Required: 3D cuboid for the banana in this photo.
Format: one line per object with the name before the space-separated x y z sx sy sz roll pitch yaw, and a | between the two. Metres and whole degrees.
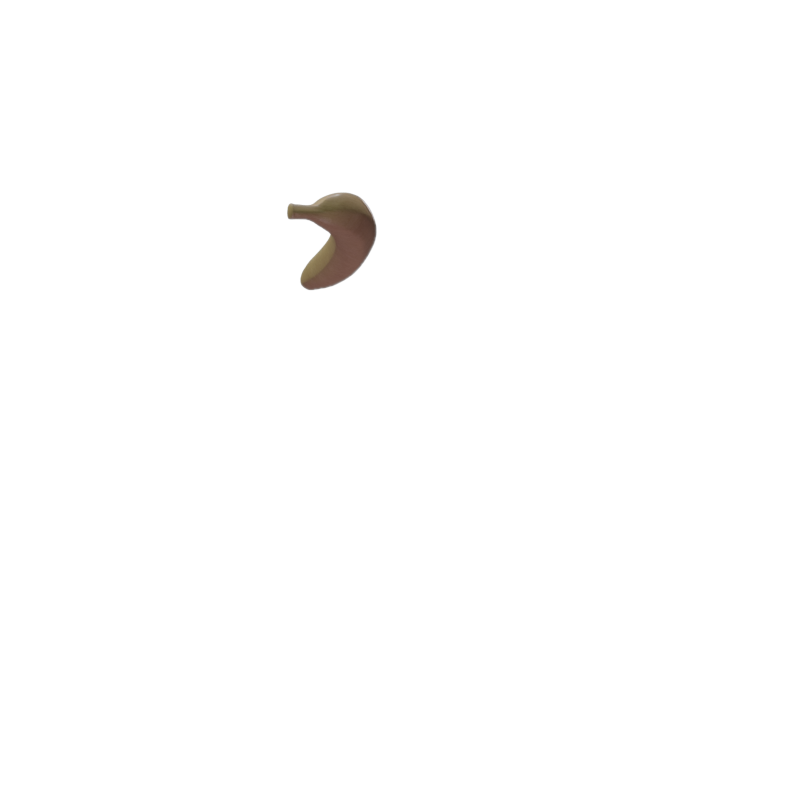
banana | -0.055 -0.135 0.932 0.070 0.038 0.190 0 -14 -1
